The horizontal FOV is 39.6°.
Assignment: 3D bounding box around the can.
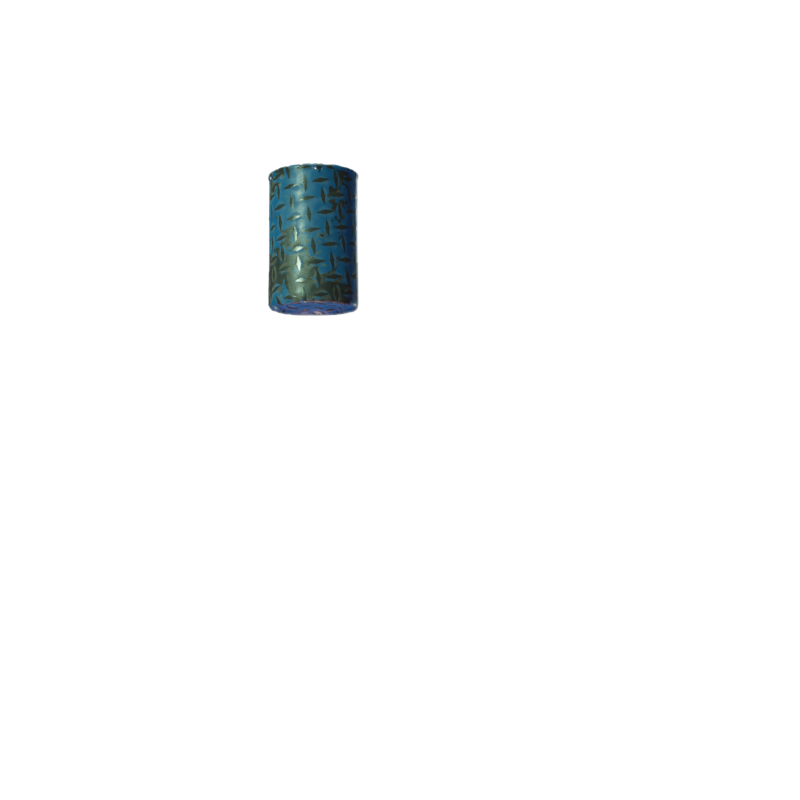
[{"bbox_3d":[-0.065,-0.118,0.824,0.068,0.105,0.067,0,-10,-2],"label":"can"}]
